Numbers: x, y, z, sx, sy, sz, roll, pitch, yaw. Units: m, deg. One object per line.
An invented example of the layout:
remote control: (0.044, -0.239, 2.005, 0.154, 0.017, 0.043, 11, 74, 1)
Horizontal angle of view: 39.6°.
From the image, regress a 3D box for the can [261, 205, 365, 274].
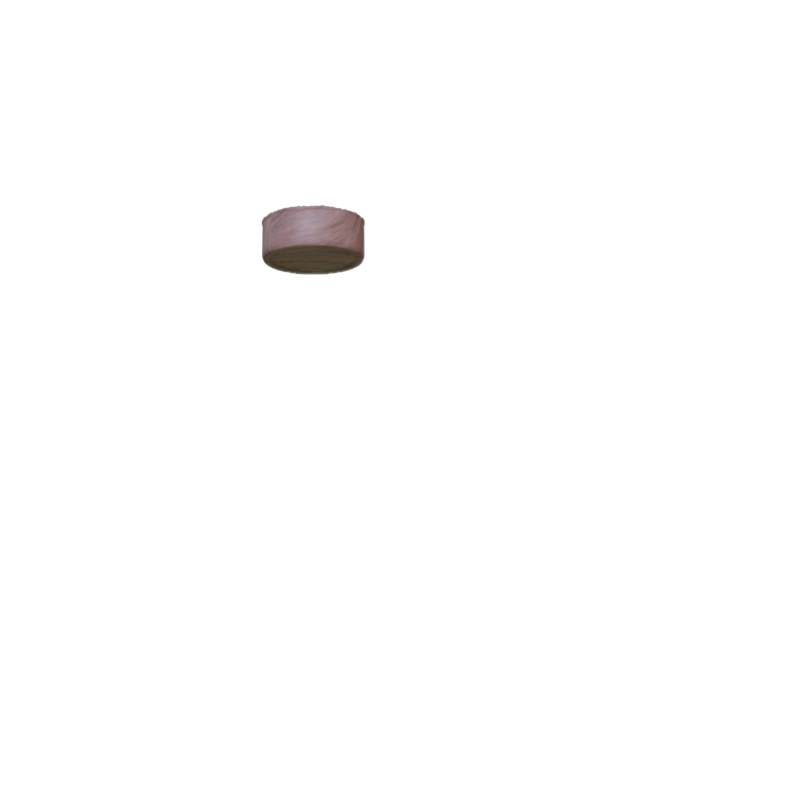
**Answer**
can: (-0.071, -0.130, 0.912, 0.086, 0.035, 0.083, 0, -12, -2)
